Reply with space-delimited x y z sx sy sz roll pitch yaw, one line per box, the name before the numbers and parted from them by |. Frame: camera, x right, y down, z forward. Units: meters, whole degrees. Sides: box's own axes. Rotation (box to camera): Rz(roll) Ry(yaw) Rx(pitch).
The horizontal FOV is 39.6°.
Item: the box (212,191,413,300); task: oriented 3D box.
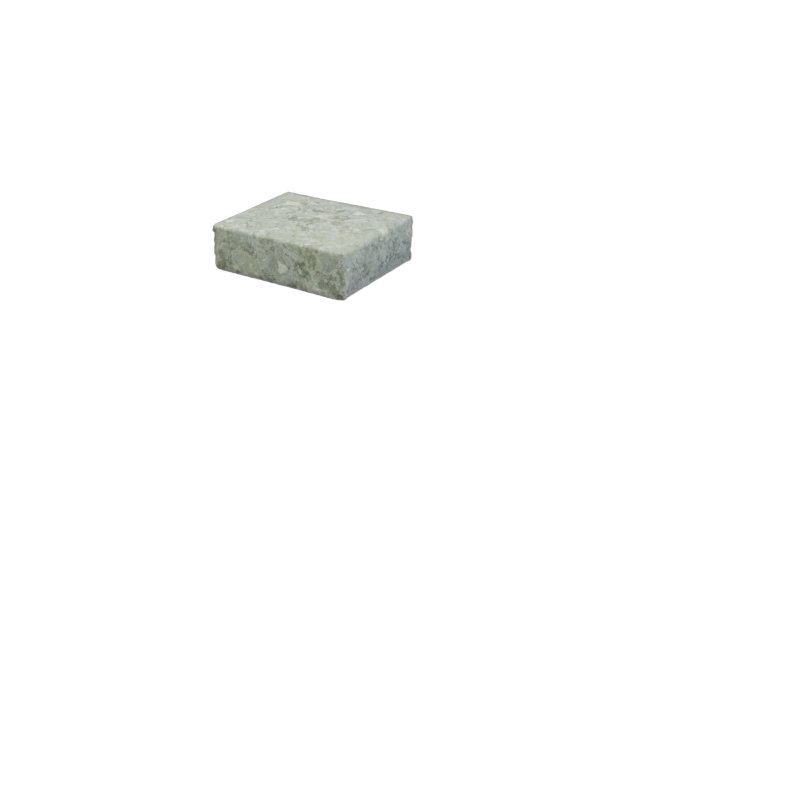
box | -0.061 -0.111 0.779 0.119 0.037 0.090 17 32 29
